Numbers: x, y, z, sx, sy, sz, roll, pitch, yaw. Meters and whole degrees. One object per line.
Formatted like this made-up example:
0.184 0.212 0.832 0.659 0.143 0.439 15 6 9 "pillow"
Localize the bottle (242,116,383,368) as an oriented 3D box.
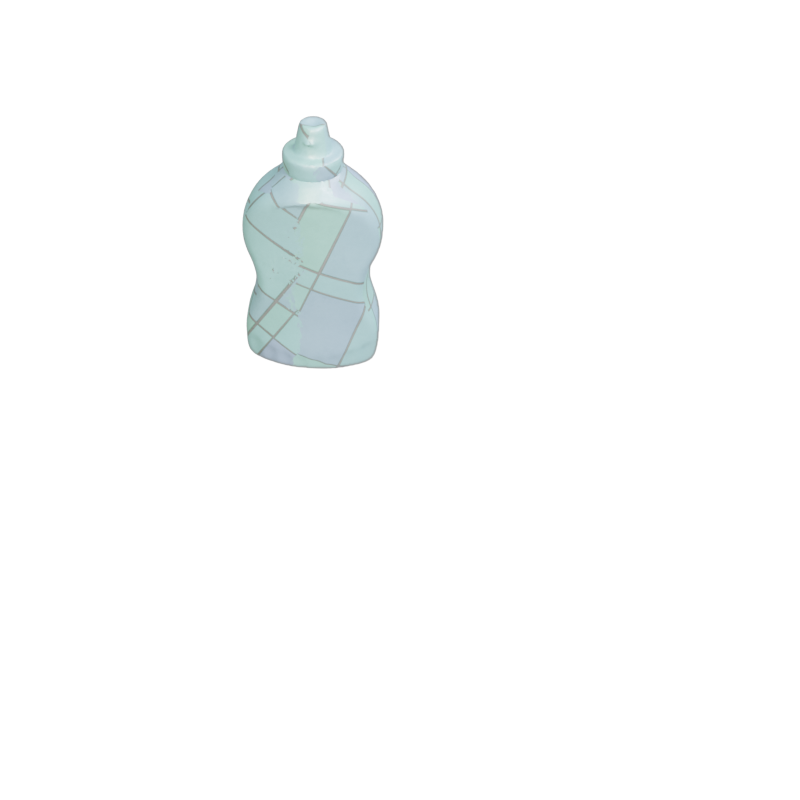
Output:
-0.060 -0.110 0.769 0.097 0.179 0.062 6 39 4 "bottle"
